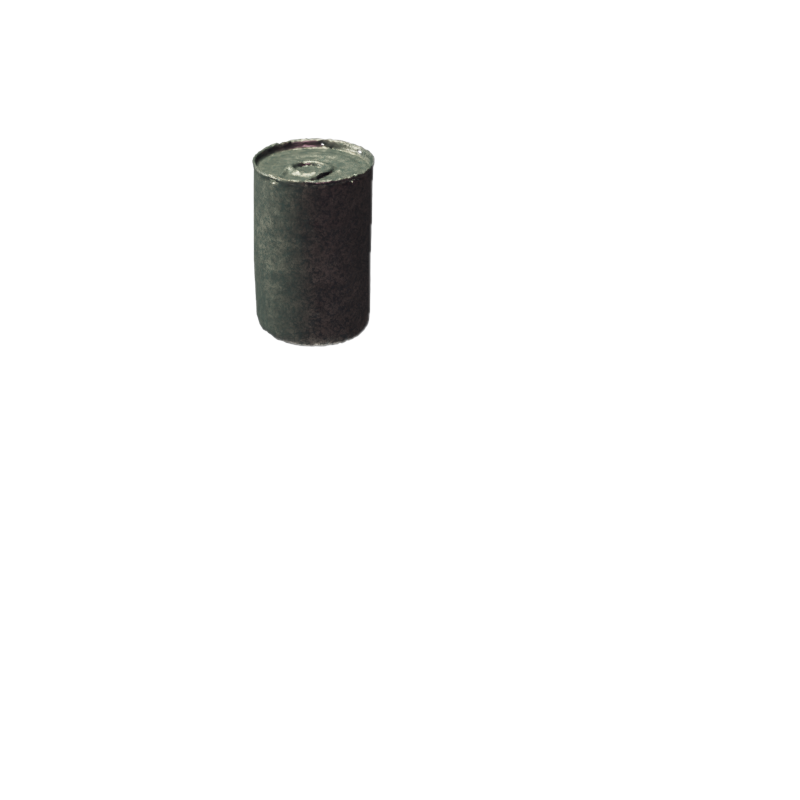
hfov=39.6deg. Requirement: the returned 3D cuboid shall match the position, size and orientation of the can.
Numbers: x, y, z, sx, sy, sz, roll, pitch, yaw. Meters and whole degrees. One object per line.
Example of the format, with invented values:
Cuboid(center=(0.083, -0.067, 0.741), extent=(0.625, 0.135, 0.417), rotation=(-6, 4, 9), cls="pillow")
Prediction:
Cuboid(center=(-0.050, -0.091, 0.634), extent=(0.068, 0.097, 0.073), rotation=(0, 28, -2), cls="can")
